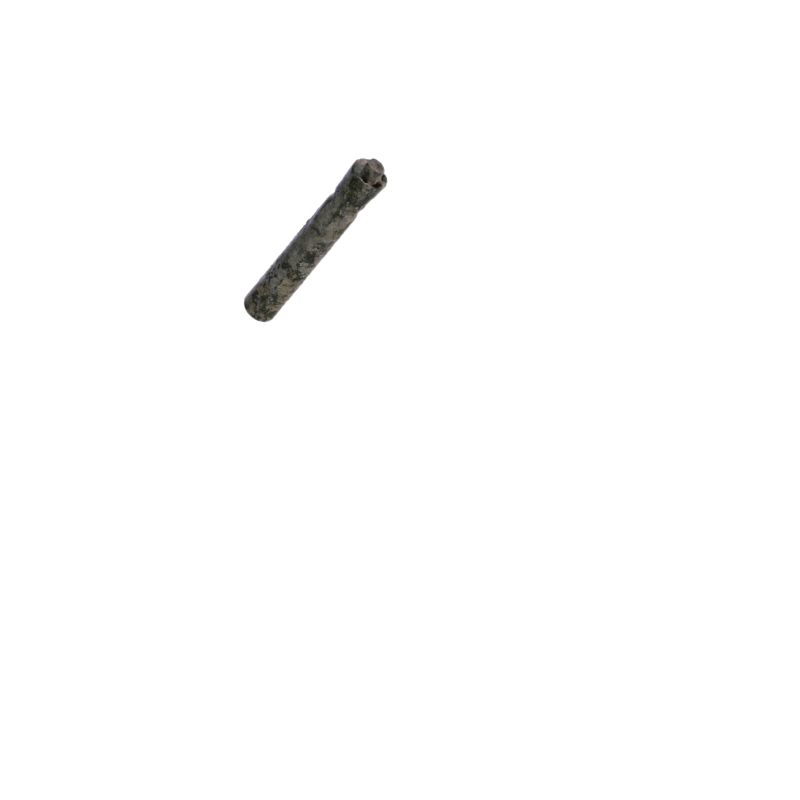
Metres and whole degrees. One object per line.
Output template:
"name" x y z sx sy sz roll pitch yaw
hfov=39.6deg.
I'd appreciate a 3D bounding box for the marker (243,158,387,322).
"marker" -0.043 -0.078 0.548 0.019 0.021 0.118 -2 -29 -39
